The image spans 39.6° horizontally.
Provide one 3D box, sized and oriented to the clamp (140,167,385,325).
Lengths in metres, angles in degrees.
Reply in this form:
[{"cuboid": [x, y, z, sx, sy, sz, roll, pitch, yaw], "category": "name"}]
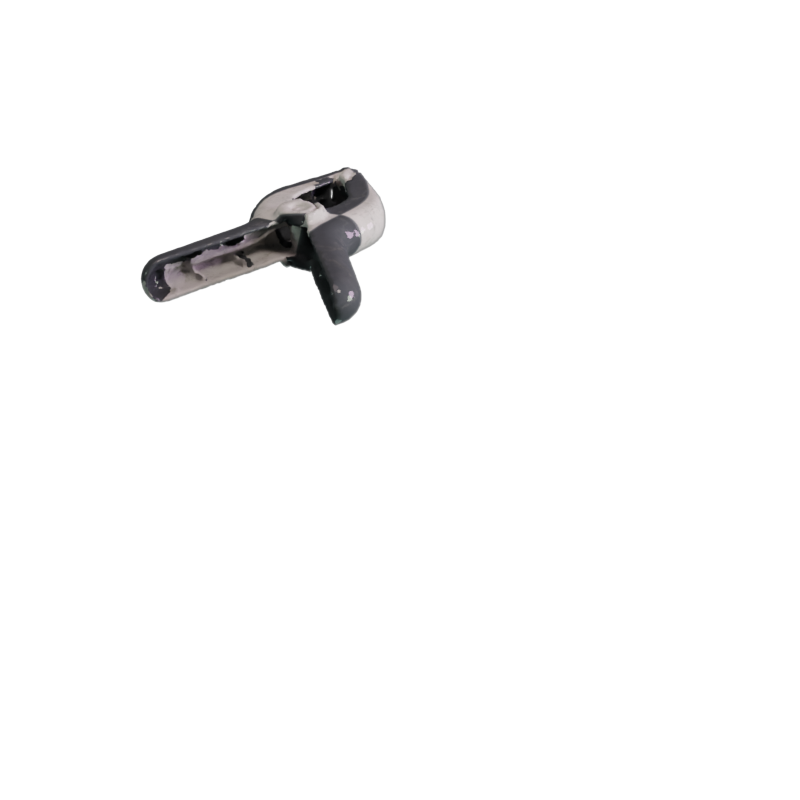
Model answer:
[{"cuboid": [-0.048, -0.088, 0.617, 0.126, 0.037, 0.175, 17, 37, 23], "category": "clamp"}]
